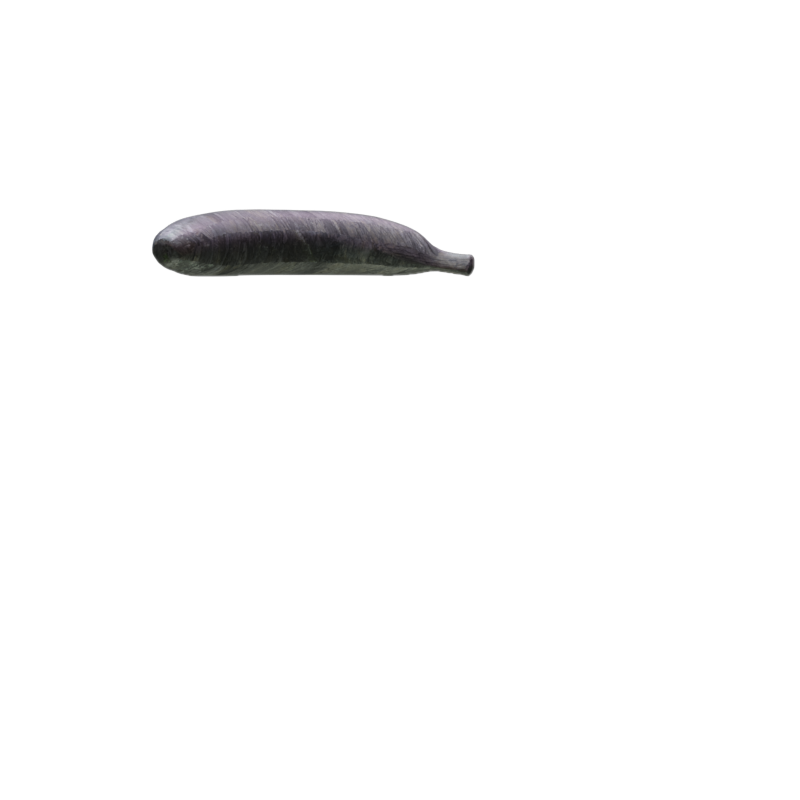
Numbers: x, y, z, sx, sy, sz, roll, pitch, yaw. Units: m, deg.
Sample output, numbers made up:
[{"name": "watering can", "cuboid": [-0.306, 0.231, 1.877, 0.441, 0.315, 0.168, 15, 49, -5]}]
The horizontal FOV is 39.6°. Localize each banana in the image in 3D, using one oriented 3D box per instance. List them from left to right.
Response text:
[{"name": "banana", "cuboid": [-0.054, -0.085, 0.598, 0.191, 0.037, 0.072, -5, 7, -35]}]
